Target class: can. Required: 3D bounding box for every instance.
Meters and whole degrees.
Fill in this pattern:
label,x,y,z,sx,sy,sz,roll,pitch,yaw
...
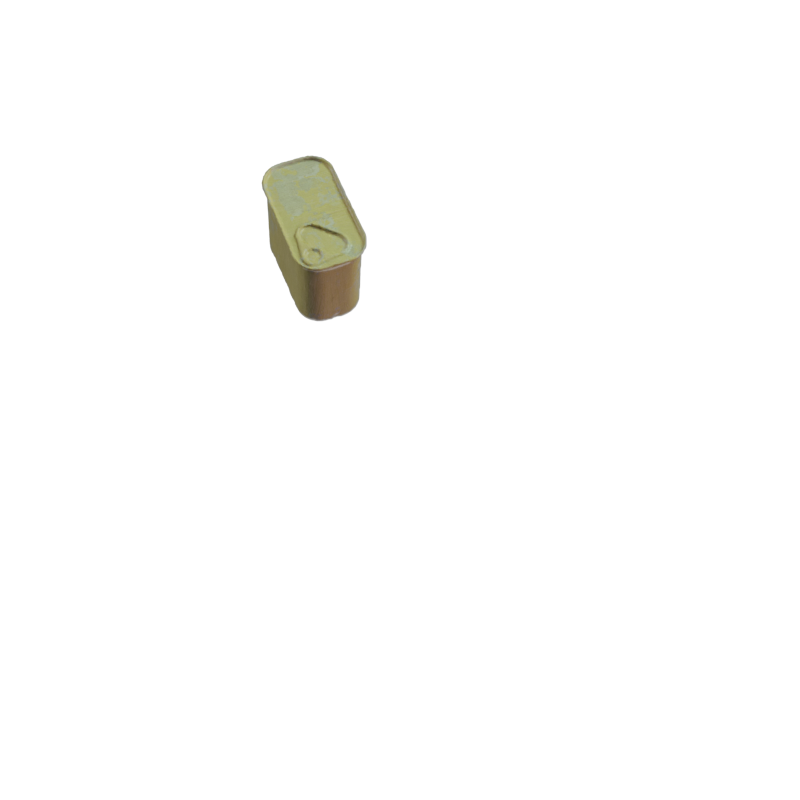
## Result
label,x,y,z,sx,sy,sz,roll,pitch,yaw
can,-0.067,-0.122,0.857,0.057,0.109,0.079,-18,-29,-13
